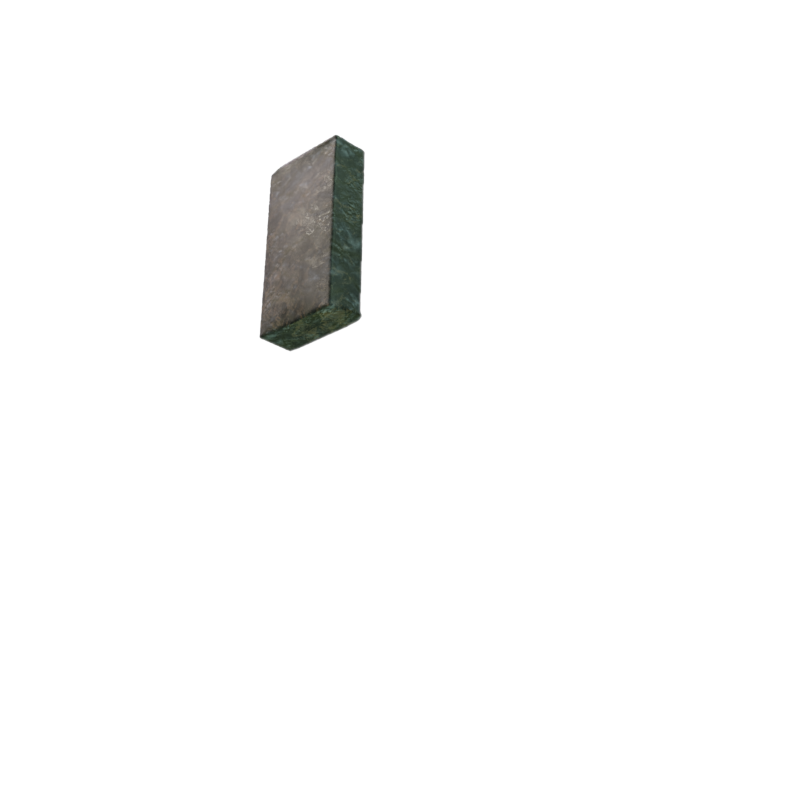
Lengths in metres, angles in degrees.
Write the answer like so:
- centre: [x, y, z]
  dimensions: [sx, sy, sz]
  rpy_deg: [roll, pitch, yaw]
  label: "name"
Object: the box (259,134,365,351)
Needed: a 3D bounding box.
- centre: [-0.078, -0.142, 0.992]
  dimensions: [0.094, 0.187, 0.045]
  rpy_deg: [-25, -35, 37]
  label: "box"
